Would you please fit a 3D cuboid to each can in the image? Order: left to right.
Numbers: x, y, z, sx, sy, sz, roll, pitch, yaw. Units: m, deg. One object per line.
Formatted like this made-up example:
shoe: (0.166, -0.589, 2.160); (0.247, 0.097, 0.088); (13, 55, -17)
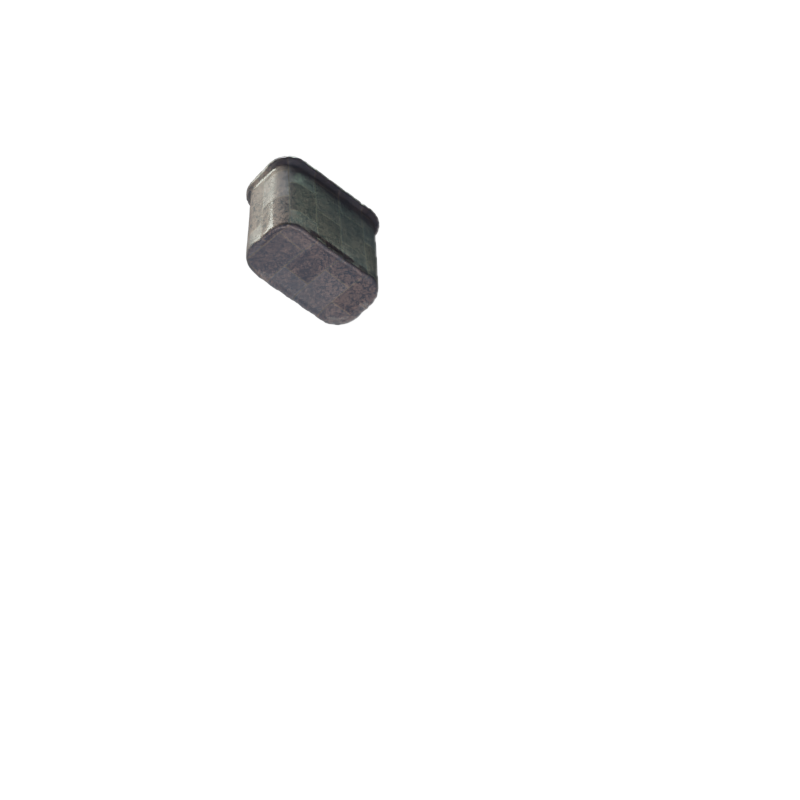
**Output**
can: (-0.062, -0.113, 0.794); (0.097, 0.090, 0.057); (33, -59, -26)
